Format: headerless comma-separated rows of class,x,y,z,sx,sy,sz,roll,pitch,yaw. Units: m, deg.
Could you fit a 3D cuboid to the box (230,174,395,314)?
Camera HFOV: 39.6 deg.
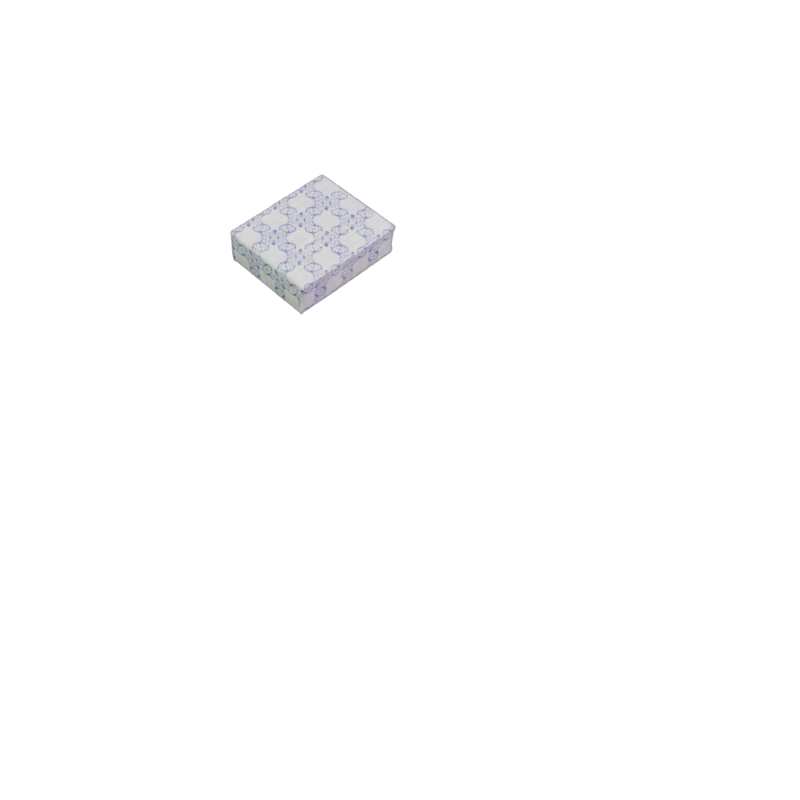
box,-0.074,-0.135,0.945,0.095,0.036,0.115,36,58,26
